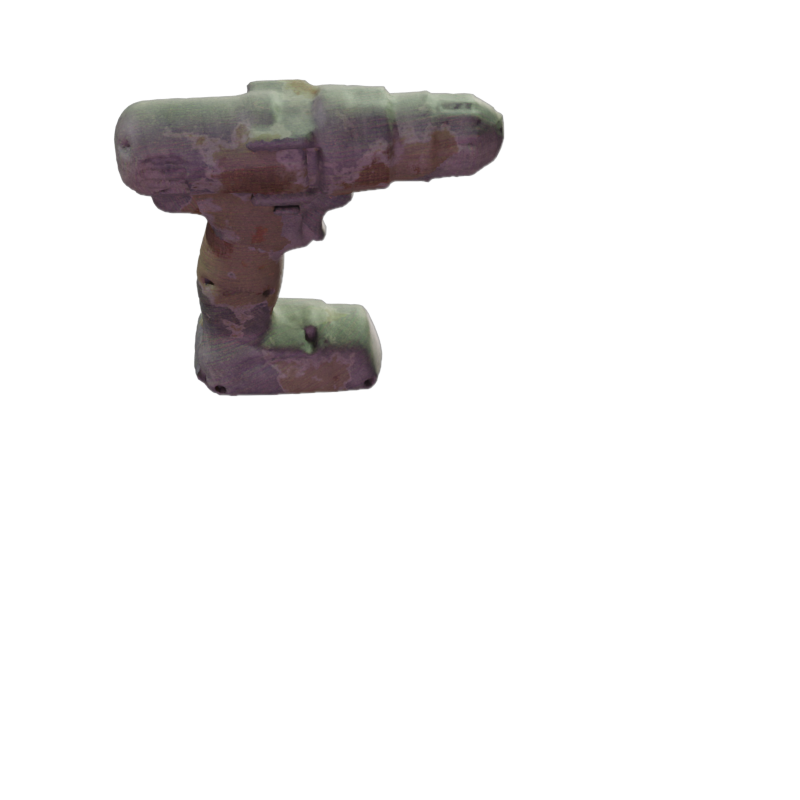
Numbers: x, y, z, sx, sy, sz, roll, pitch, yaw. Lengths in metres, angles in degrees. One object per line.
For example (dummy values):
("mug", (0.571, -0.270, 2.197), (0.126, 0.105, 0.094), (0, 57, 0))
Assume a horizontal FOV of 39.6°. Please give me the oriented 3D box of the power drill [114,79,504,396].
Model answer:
("power drill", (-0.045, -0.082, 0.575), (0.184, 0.062, 0.175), (0, -44, 0))
